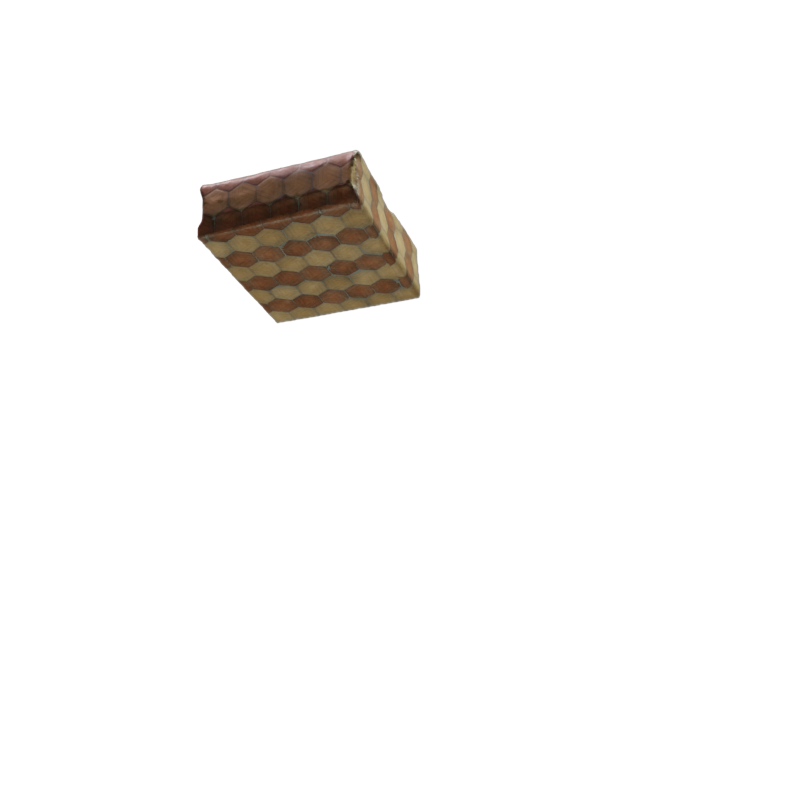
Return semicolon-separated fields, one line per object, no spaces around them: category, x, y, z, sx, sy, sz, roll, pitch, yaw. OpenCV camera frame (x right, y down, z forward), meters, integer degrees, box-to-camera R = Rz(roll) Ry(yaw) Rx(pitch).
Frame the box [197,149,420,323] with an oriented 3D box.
box;-0.039;-0.071;0.495;0.074;0.032;0.083;-9;-28;17
